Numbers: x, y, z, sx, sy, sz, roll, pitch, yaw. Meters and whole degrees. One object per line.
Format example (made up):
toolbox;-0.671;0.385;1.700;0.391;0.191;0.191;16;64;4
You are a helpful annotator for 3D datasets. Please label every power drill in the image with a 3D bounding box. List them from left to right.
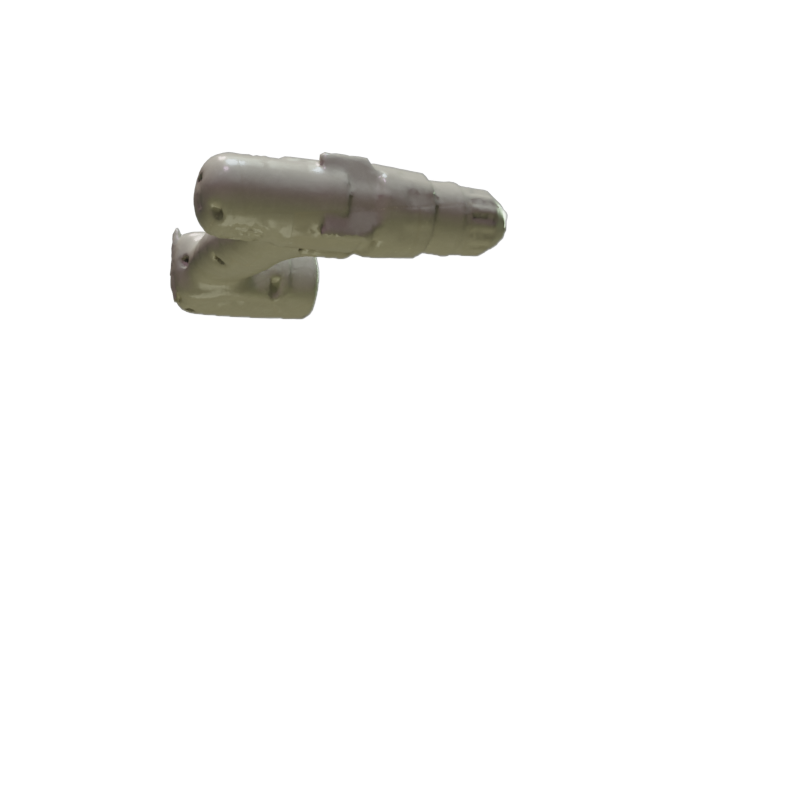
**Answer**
power drill;-0.053;-0.097;0.678;0.178;0.060;0.187;5;-13;-23
